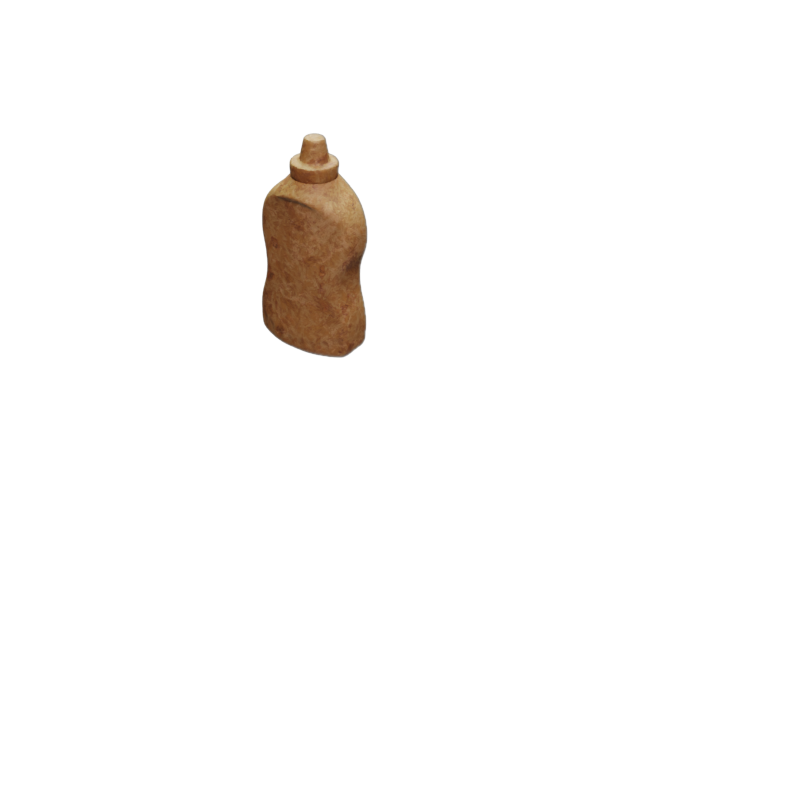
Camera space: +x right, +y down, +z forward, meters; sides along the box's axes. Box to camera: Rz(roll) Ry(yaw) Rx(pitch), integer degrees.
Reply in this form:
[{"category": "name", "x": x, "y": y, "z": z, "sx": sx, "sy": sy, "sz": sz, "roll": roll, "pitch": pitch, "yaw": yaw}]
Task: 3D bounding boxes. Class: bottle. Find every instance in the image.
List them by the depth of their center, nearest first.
[{"category": "bottle", "x": -0.074, "y": -0.135, "z": 0.945, "sx": 0.102, "sy": 0.180, "sz": 0.059, "roll": 23, "pitch": 36, "yaw": 31}]
